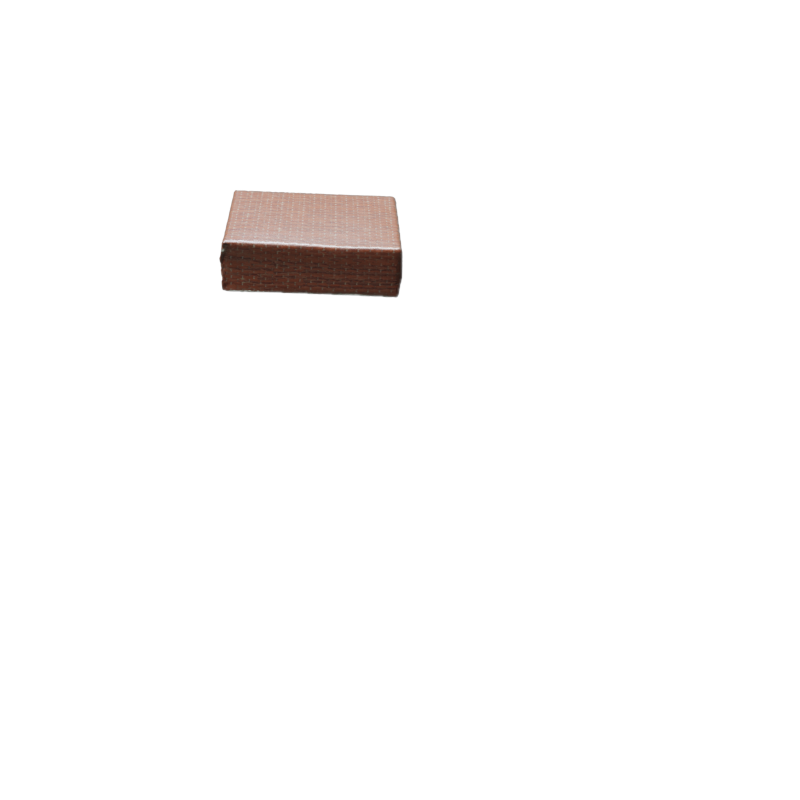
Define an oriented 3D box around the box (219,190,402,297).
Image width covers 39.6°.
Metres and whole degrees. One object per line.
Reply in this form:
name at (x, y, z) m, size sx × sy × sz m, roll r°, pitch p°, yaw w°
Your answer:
box at (-0.056, -0.102, 0.716) m, size 0.113 × 0.037 × 0.095 m, roll 0°, pitch 28°, yaw -1°
